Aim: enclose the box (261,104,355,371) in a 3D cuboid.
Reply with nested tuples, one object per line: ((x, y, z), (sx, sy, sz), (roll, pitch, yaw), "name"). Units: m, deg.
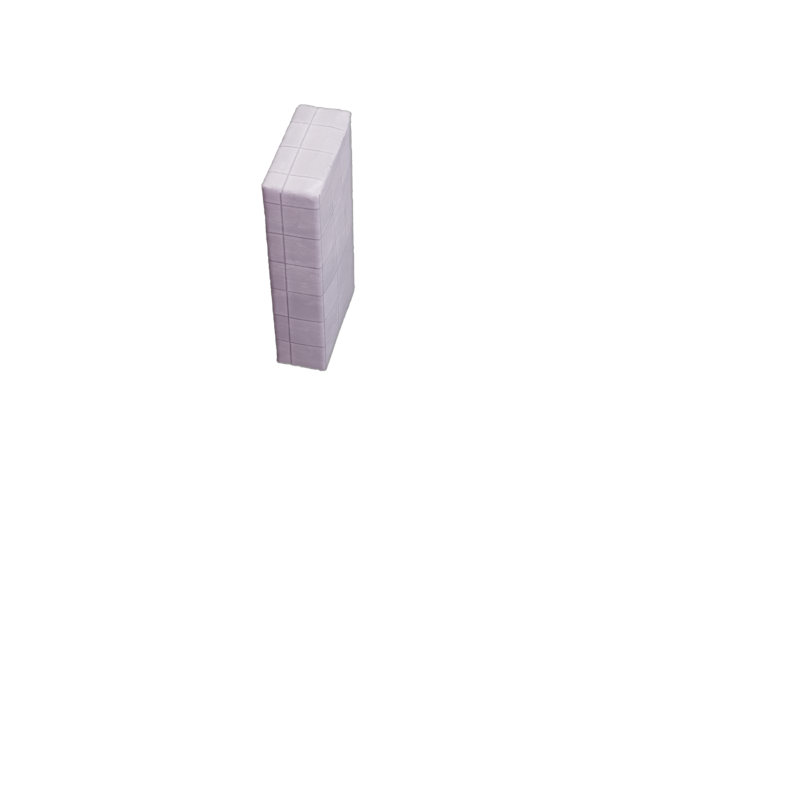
((-0.062, -0.113, 0.795), (0.049, 0.099, 0.164), (11, -40, 6), "box")
